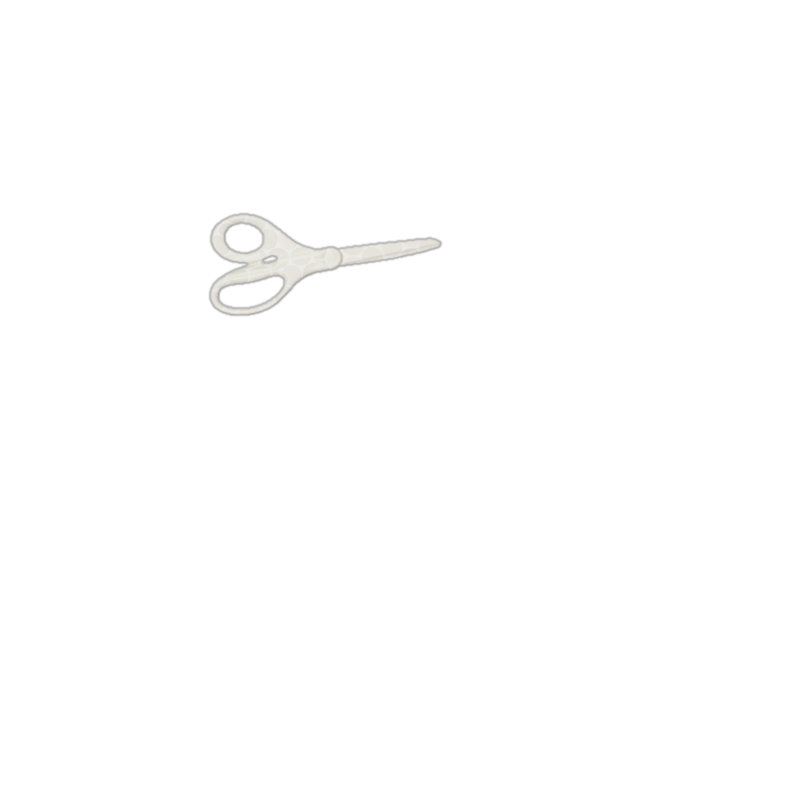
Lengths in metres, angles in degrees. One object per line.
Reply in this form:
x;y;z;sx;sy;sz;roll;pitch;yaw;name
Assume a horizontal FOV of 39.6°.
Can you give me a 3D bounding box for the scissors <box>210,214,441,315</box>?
-0.075;-0.137;0.960;0.201;0.099;0.015;-24;-9;-4;scissors
